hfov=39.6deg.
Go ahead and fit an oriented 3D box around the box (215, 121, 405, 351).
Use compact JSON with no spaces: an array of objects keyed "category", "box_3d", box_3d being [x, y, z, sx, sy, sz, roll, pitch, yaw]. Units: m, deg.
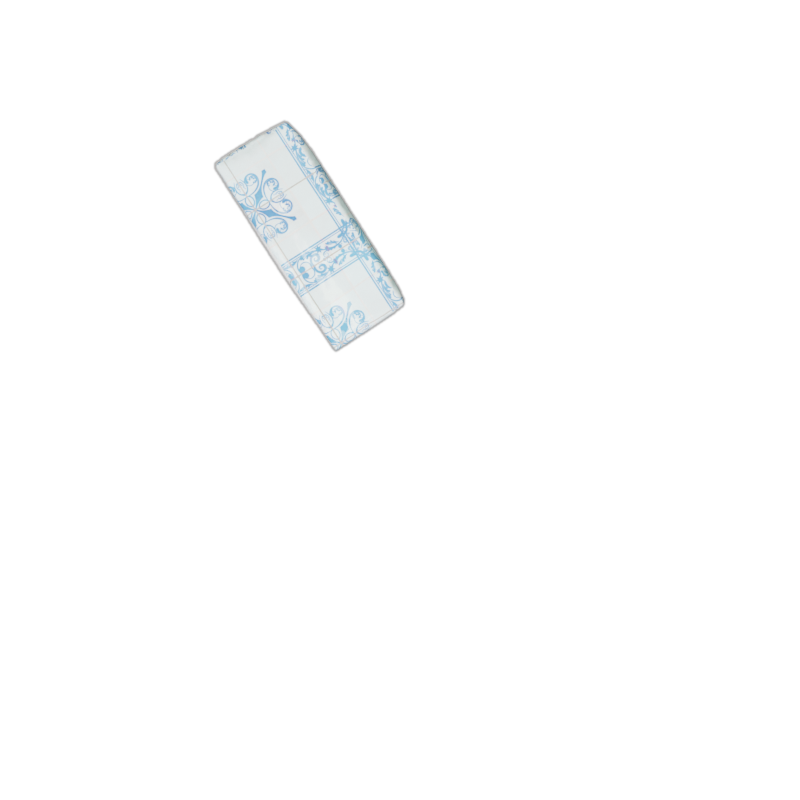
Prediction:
[{"category":"box","box_3d":[-0.071,-0.129,0.903,0.072,0.164,0.214,-34,3,-1]}]
